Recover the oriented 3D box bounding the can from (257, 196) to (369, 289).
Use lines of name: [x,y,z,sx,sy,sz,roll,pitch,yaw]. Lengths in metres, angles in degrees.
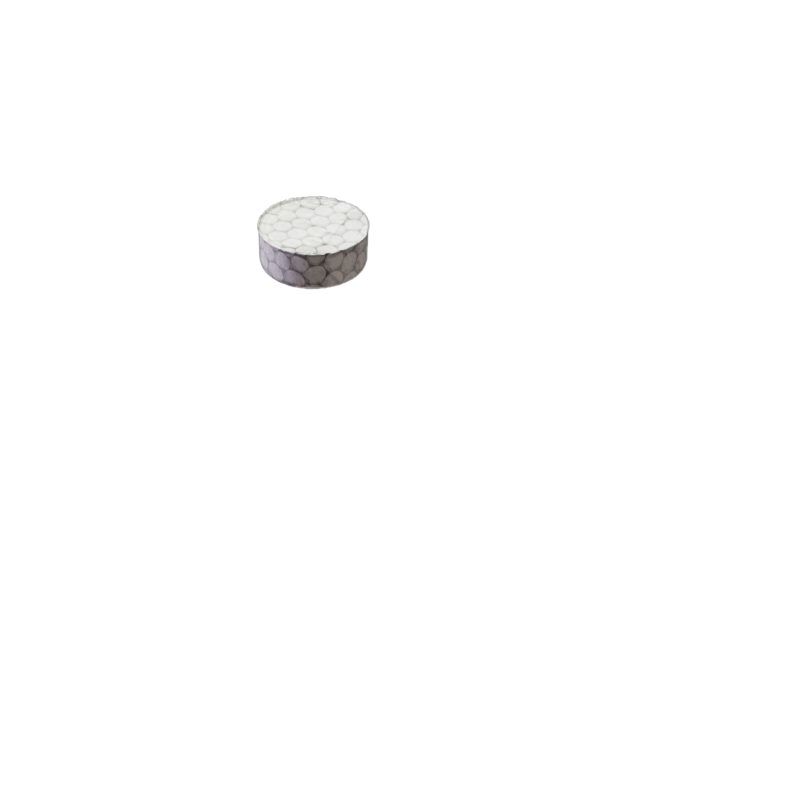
can: [-0.067,-0.122,0.854,0.086,0.031,0.092,-1,37,-2]
